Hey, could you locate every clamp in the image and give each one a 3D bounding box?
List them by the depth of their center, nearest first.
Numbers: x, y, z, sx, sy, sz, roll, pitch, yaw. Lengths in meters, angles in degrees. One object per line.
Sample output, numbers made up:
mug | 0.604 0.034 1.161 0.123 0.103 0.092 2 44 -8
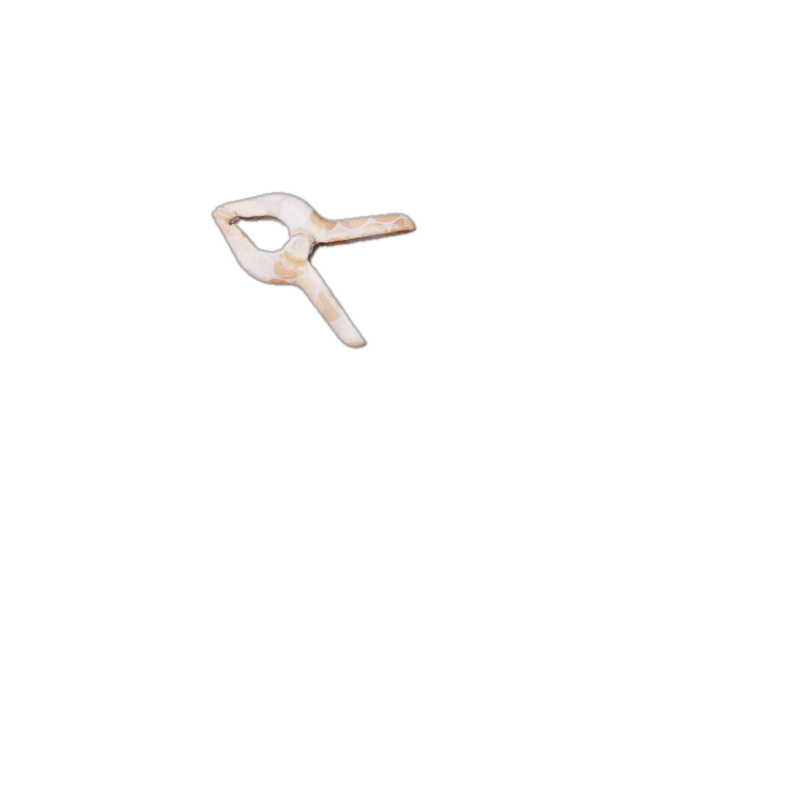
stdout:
clamp | -0.075 -0.136 0.953 0.174 0.122 0.038 32 -11 7
